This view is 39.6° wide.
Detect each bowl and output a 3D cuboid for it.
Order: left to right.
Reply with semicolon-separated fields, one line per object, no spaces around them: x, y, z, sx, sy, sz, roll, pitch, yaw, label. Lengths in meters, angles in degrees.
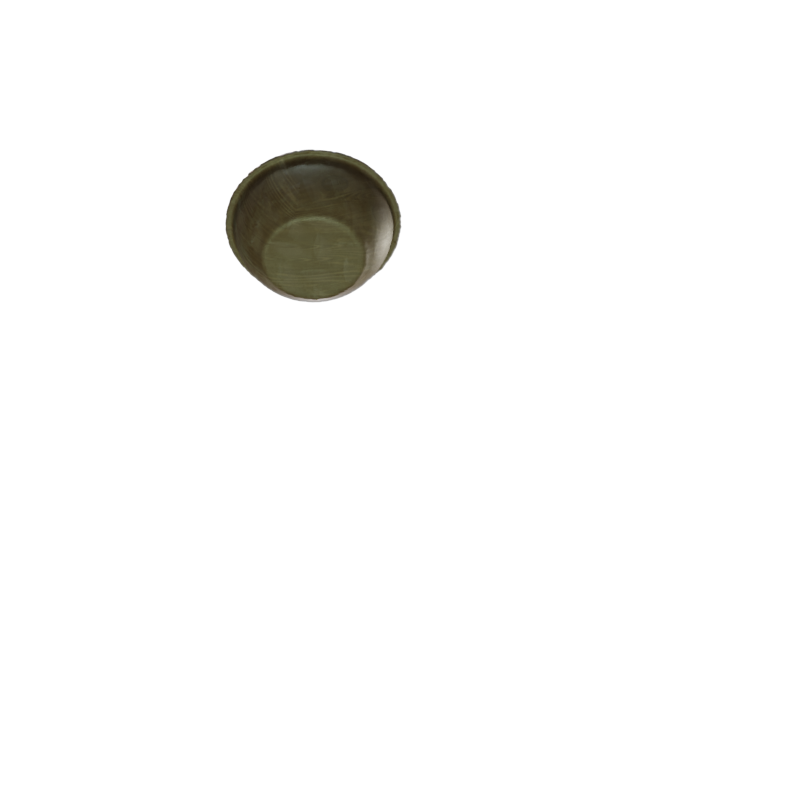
-0.078;-0.143;0.999;0.162;0.151;0.059;1;38;-1;bowl
